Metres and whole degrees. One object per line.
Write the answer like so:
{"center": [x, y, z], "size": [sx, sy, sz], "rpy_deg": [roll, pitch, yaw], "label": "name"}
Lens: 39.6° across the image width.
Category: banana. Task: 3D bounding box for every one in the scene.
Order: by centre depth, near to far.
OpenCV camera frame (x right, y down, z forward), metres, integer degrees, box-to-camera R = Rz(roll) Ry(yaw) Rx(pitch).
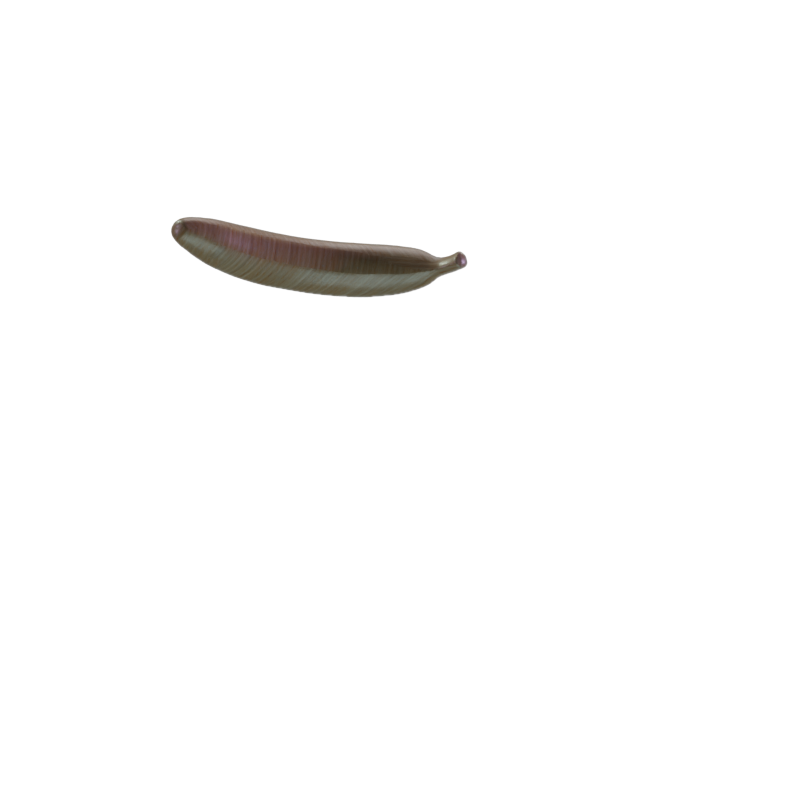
{"center": [-0.059, -0.099, 0.761], "size": [0.195, 0.039, 0.066], "rpy_deg": [4, -27, -8], "label": "banana"}
